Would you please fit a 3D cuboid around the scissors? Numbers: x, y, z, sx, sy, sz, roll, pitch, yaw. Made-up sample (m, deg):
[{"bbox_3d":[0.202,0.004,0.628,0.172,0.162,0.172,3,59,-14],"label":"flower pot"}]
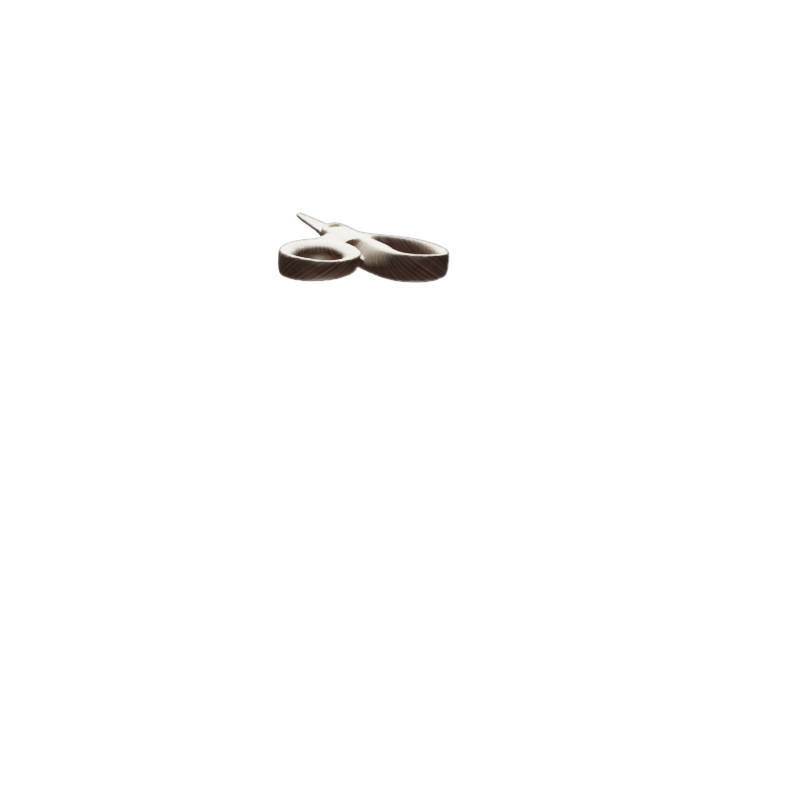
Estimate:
[{"bbox_3d":[-0.050,-0.090,0.632,0.094,0.015,0.213,-10,19,-29],"label":"scissors"}]
